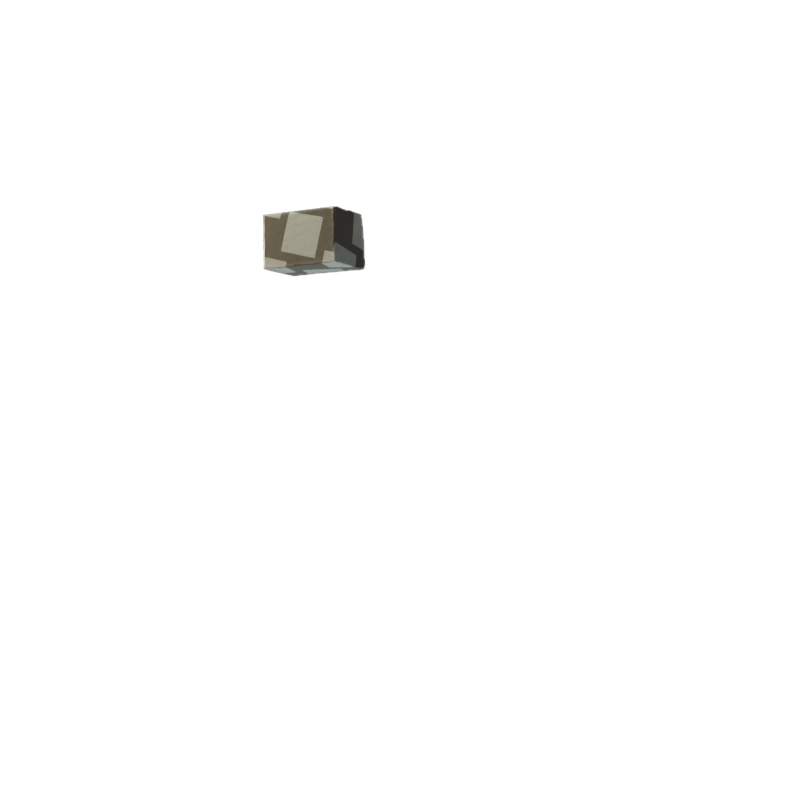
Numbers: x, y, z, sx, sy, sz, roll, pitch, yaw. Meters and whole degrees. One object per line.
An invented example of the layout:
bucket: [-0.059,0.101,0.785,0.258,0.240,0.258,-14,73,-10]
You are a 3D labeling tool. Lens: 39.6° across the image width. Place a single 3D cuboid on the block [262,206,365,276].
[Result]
block: [-0.078,-0.142,0.993,0.080,0.052,0.050,-3,-6,29]
